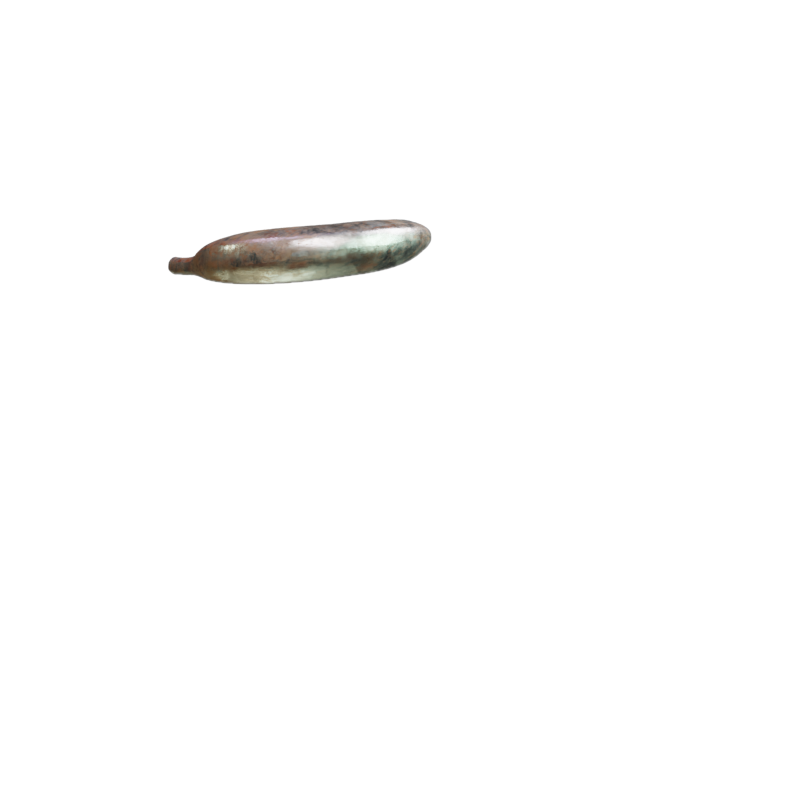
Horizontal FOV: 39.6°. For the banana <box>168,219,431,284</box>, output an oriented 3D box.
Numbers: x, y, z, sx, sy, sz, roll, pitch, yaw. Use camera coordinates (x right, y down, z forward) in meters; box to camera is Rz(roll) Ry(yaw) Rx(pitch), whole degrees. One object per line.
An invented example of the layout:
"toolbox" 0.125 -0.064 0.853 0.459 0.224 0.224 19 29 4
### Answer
"banana" -0.058 -0.106 0.770 0.194 0.035 0.074 -8 20 -20
